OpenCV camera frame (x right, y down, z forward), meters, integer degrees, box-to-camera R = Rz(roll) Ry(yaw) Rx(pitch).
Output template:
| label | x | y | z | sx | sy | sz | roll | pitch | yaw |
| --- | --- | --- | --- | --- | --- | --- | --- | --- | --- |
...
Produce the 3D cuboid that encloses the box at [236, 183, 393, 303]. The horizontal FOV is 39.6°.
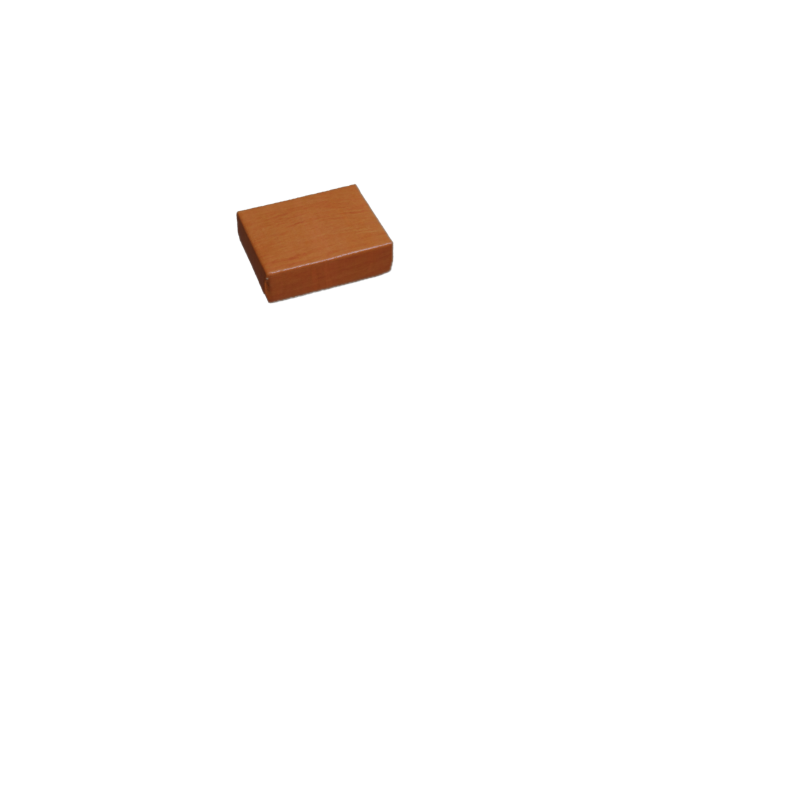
| label | x | y | z | sx | sy | sz | roll | pitch | yaw |
| --- | --- | --- | --- | --- | --- | --- | --- | --- | --- |
| box | -0.073 | -0.134 | 0.938 | 0.112 | 0.036 | 0.097 | -14 | 46 | -15 |
